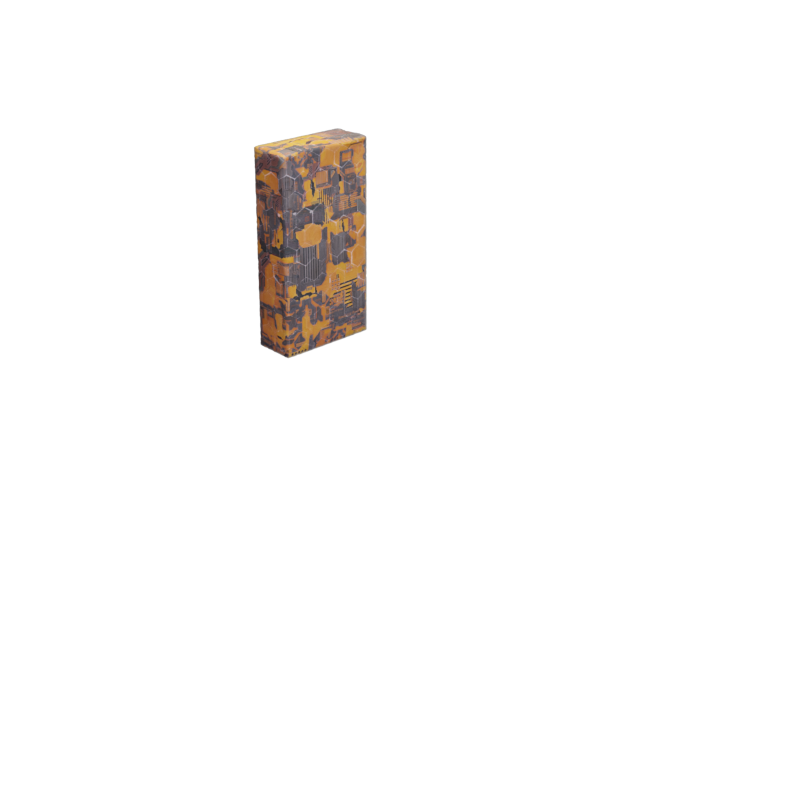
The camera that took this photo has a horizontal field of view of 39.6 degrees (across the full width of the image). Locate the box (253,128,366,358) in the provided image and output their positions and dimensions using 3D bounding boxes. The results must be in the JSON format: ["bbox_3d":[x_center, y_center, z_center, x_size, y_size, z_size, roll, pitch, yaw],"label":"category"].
[{"bbox_3d":[-0.073,-0.133,0.932,0.092,0.168,0.051,-20,31,-39],"label":"box"}]
